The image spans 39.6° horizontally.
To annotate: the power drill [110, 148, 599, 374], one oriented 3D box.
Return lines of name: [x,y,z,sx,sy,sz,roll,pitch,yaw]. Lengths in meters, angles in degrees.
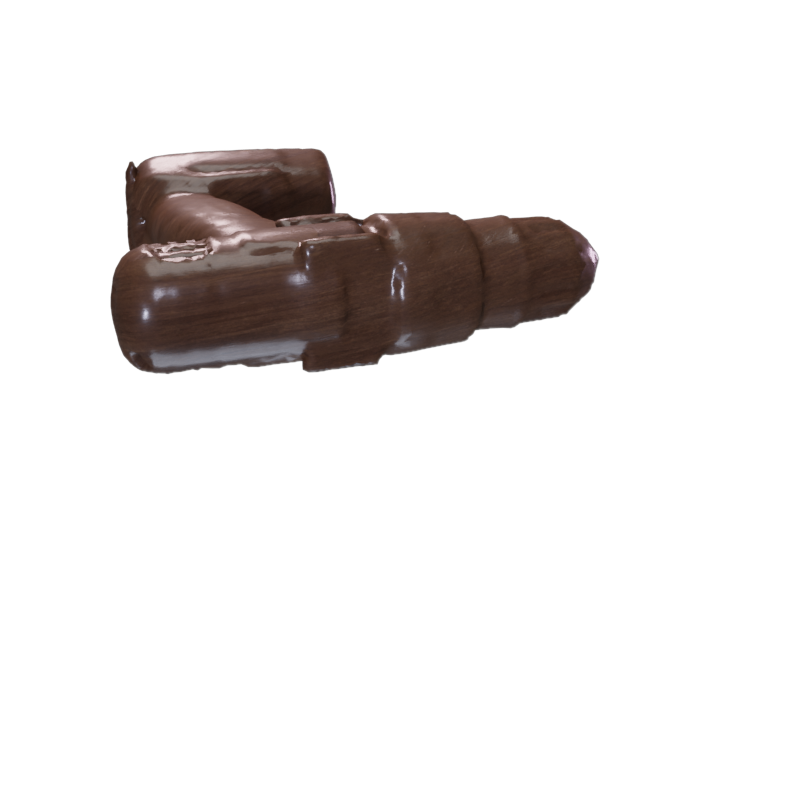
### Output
power drill: [-0.037,-0.067,0.470,0.181,0.055,0.198,-6,20,-18]
